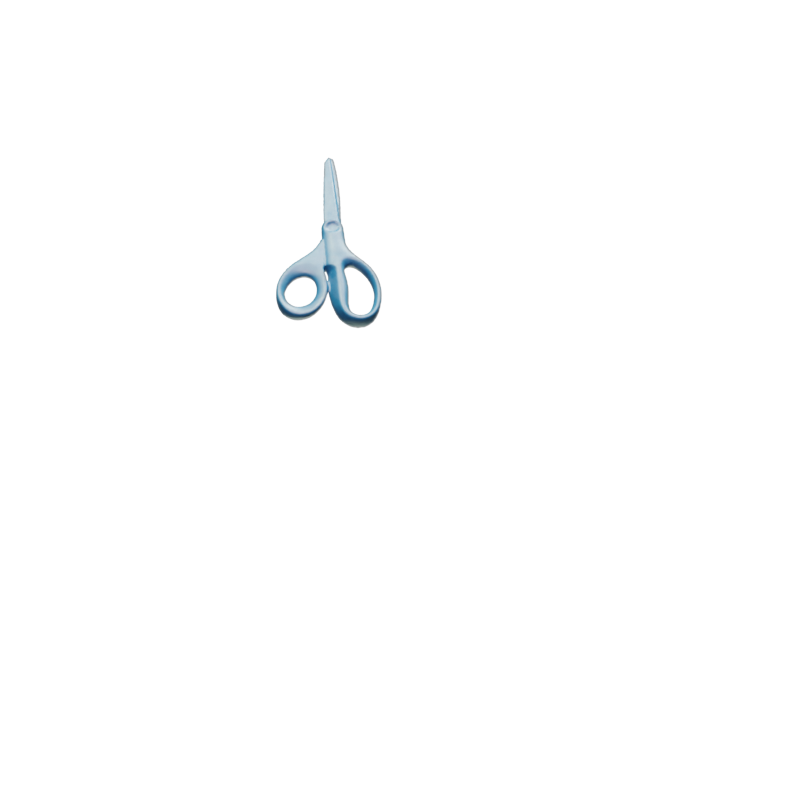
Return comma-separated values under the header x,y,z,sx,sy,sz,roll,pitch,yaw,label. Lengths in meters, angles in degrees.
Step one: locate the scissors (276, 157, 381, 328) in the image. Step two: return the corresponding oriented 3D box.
x,y,z,sx,sy,sz,roll,pitch,yaw,label
-0.076,-0.138,0.966,0.095,0.218,0.015,-14,-40,-12,scissors
